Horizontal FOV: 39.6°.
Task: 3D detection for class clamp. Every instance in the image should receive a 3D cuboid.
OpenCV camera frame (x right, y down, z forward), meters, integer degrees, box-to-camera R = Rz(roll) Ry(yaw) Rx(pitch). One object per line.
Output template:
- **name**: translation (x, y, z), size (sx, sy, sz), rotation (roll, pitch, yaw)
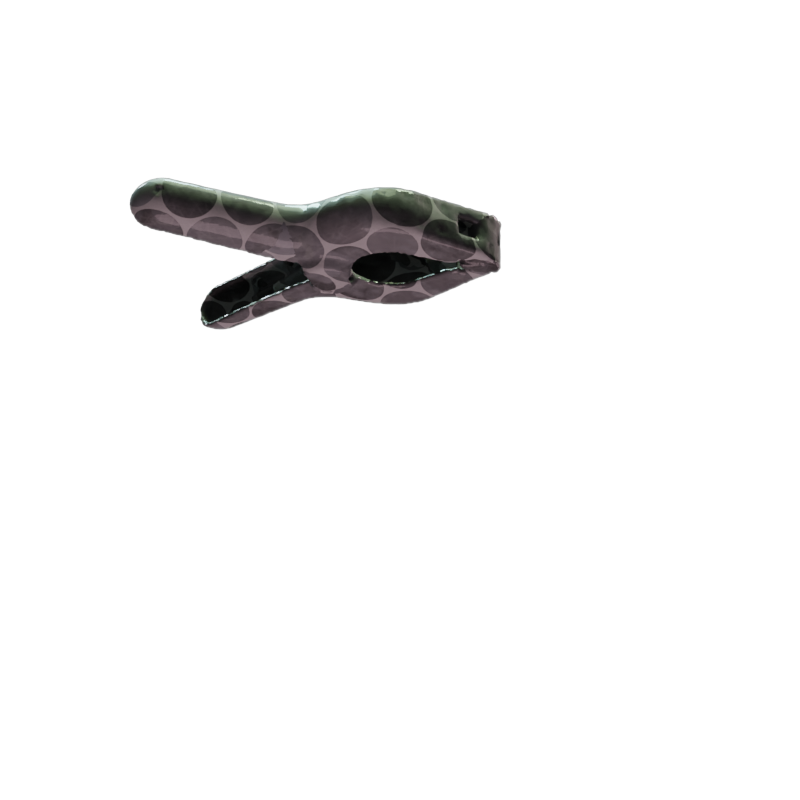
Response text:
- **clamp**: translation (-0.042, -0.076, 0.531), size (0.174, 0.041, 0.112), rotation (-7, -22, 18)
